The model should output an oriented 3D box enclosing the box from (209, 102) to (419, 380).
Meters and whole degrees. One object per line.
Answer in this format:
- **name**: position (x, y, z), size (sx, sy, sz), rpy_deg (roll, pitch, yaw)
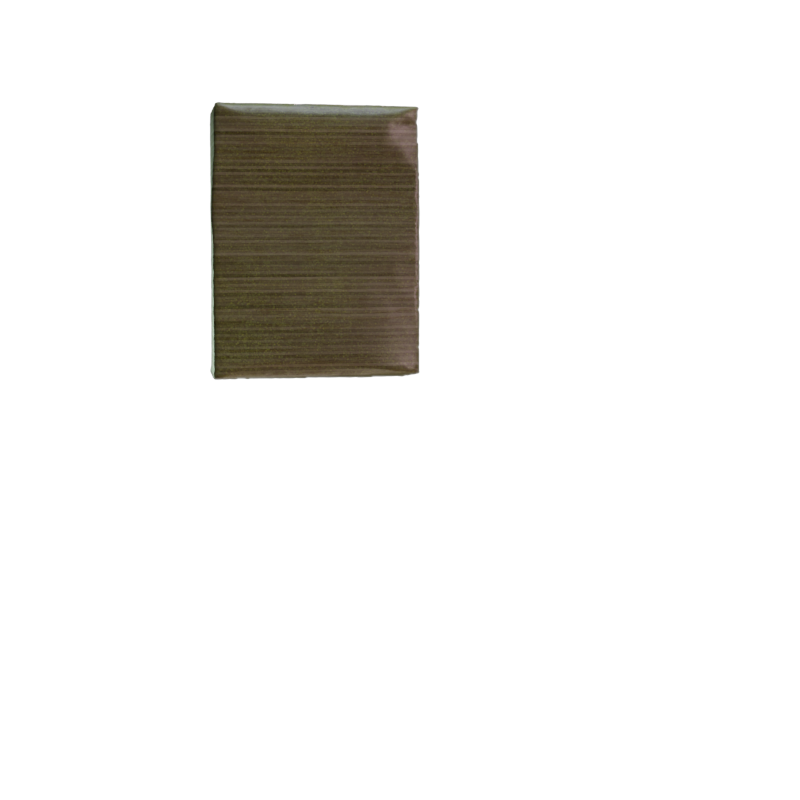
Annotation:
- **box**: position (-0.069, -0.125, 0.878), size (0.162, 0.214, 0.073), rpy_deg (0, 0, -8)
